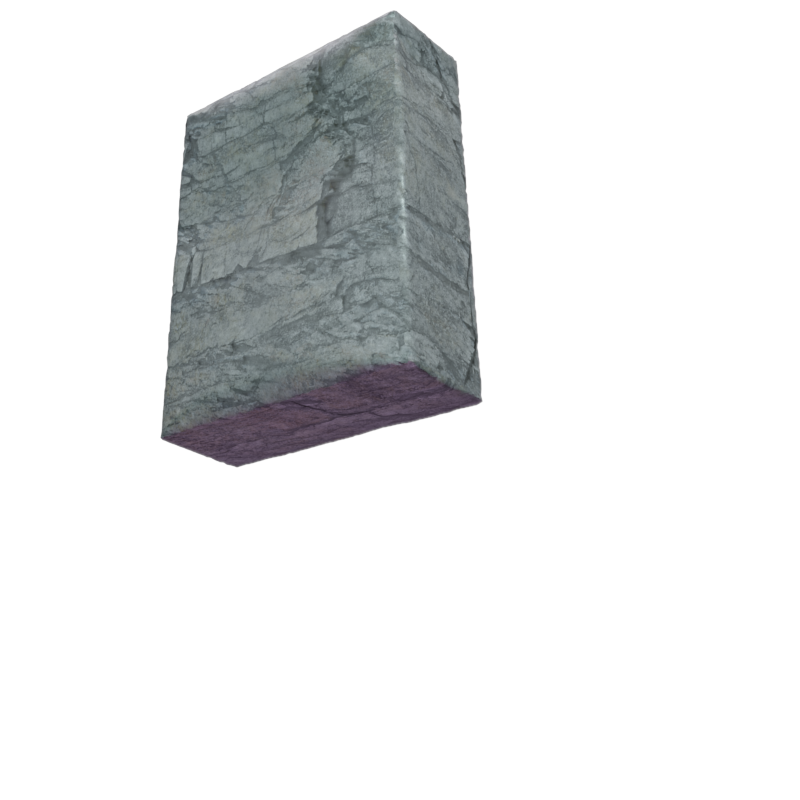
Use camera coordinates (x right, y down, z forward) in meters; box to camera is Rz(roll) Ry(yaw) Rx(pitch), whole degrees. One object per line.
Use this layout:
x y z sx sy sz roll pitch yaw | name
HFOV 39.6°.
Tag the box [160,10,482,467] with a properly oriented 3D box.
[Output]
-0.048 -0.087 0.612 0.166 0.227 0.067 -18 -31 31 | box
